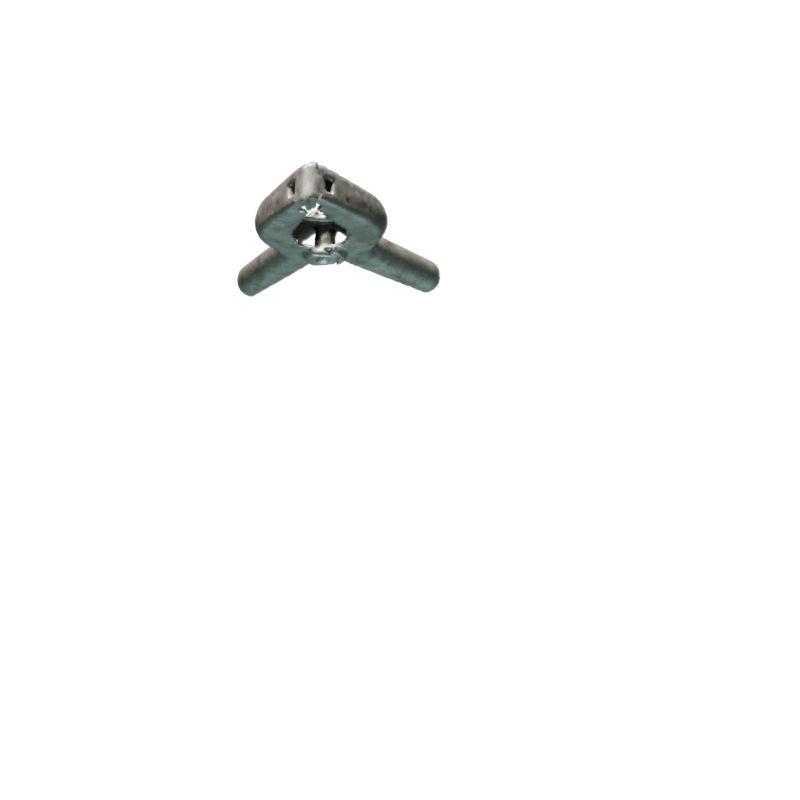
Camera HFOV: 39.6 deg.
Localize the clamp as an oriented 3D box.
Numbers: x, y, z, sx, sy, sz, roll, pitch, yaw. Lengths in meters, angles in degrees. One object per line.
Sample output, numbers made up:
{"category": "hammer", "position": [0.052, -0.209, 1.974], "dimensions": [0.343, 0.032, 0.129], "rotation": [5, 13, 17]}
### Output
{"category": "clamp", "position": [-0.065, -0.118, 0.828], "dimensions": [0.167, 0.038, 0.198], "rotation": [-3, -15, 11]}
